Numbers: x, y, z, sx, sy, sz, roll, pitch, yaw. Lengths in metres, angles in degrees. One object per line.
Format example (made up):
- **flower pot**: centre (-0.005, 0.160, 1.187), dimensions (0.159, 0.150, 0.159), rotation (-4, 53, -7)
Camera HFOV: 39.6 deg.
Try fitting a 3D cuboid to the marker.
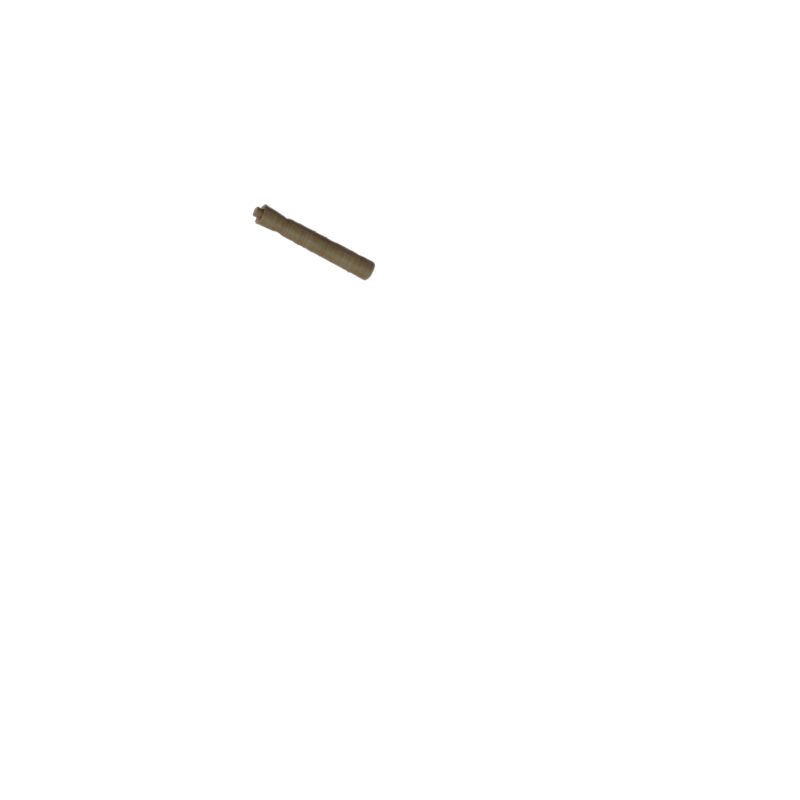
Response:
- **marker**: centre (-0.077, -0.140, 0.980), dimensions (0.116, 0.020, 0.020), rotation (26, -6, -19)
